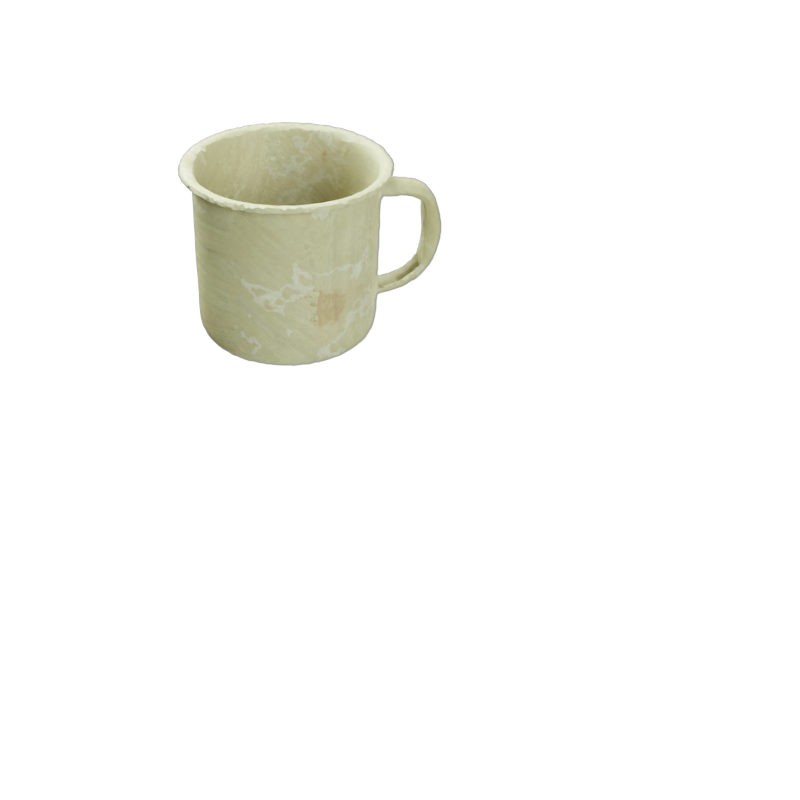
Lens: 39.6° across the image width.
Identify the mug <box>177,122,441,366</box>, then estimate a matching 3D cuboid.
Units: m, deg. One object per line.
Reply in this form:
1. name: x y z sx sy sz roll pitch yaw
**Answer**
1. mug: -0.039 -0.071 0.499 0.116 0.077 0.100 -8 34 -13
